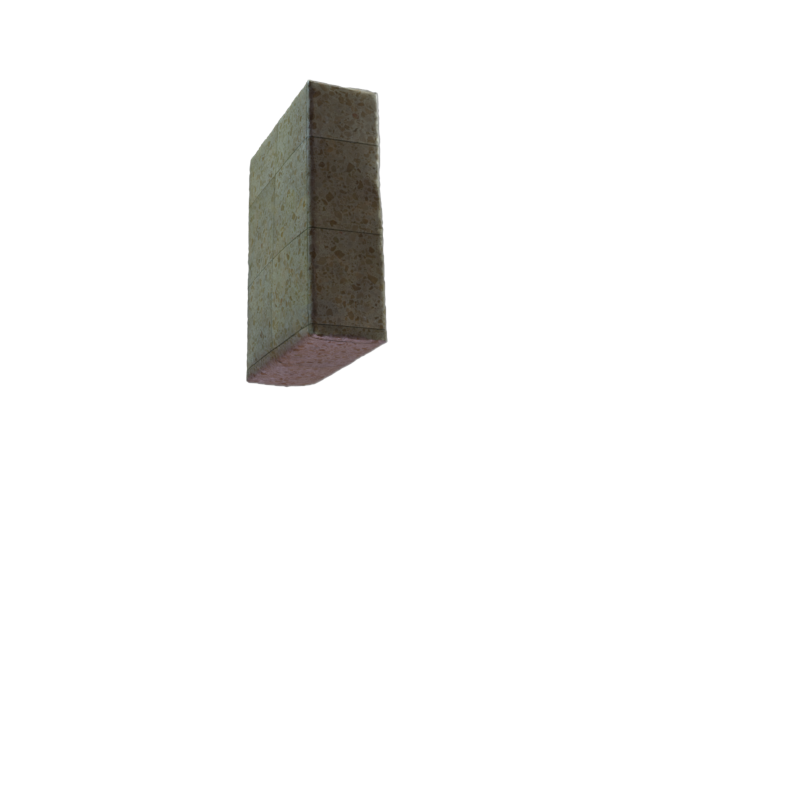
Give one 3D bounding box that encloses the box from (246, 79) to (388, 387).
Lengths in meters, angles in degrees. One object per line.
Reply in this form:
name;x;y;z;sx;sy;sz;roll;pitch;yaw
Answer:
box;-0.072;-0.132;0.924;0.069;0.224;0.162;7;-19;-23
